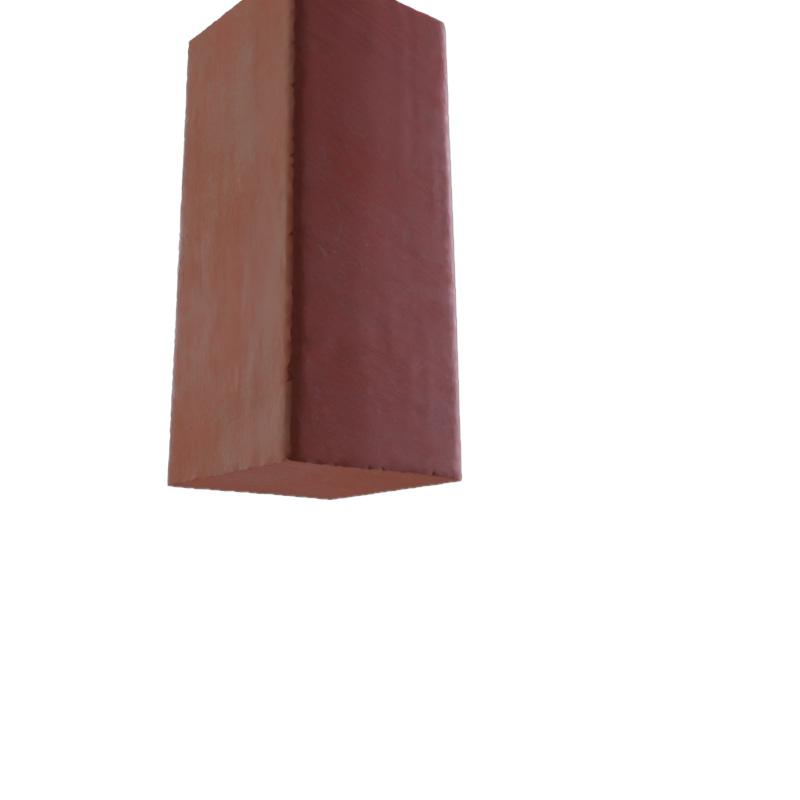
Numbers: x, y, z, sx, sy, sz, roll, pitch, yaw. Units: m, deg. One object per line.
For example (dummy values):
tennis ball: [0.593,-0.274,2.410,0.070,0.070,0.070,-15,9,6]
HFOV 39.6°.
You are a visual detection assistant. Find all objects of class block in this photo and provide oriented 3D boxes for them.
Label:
block: [-0.037,-0.069,0.480,0.086,0.215,0.091,13,-22,-37]
